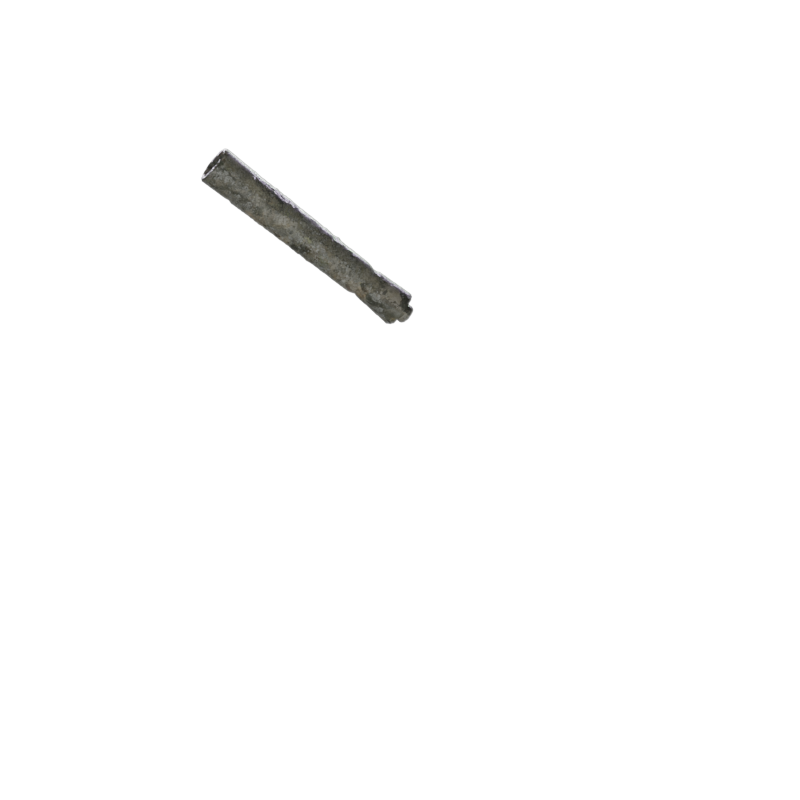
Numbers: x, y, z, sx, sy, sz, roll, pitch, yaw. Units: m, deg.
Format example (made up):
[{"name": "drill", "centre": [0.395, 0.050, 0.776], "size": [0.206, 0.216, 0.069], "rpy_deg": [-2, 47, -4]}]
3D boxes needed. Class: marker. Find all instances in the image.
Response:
[{"name": "marker", "centre": [-0.041, -0.075, 0.523], "size": [0.116, 0.020, 0.020], "rpy_deg": [37, -10, -17]}]
